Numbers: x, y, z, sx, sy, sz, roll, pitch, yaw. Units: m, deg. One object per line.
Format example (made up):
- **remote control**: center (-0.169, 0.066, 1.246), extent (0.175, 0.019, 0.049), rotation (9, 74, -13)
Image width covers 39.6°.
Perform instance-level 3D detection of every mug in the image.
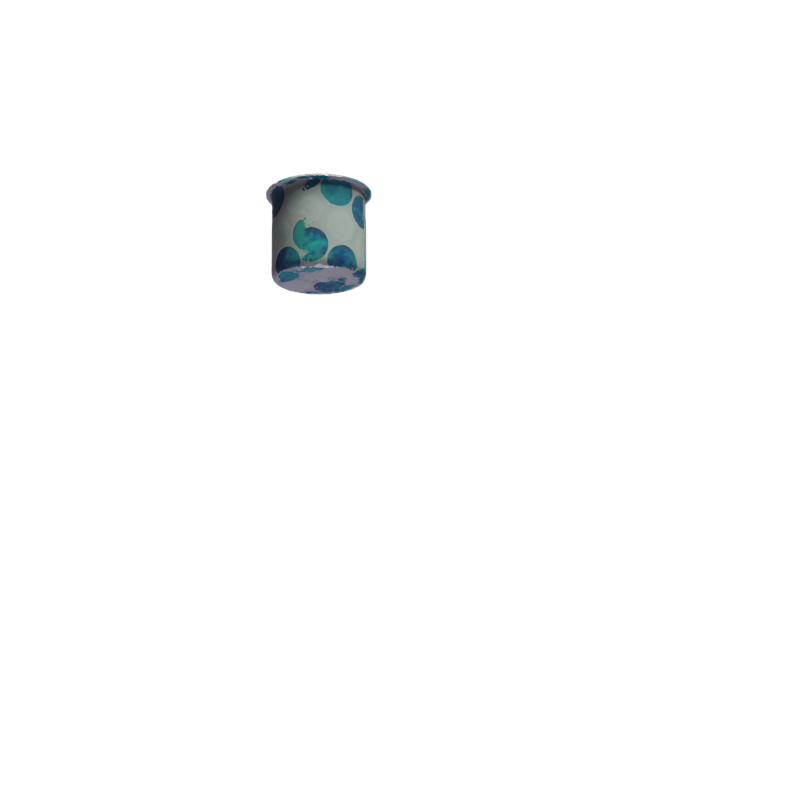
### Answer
- **mug**: center (-0.076, -0.138, 0.970), extent (0.090, 0.085, 0.117), rotation (7, -17, -26)
